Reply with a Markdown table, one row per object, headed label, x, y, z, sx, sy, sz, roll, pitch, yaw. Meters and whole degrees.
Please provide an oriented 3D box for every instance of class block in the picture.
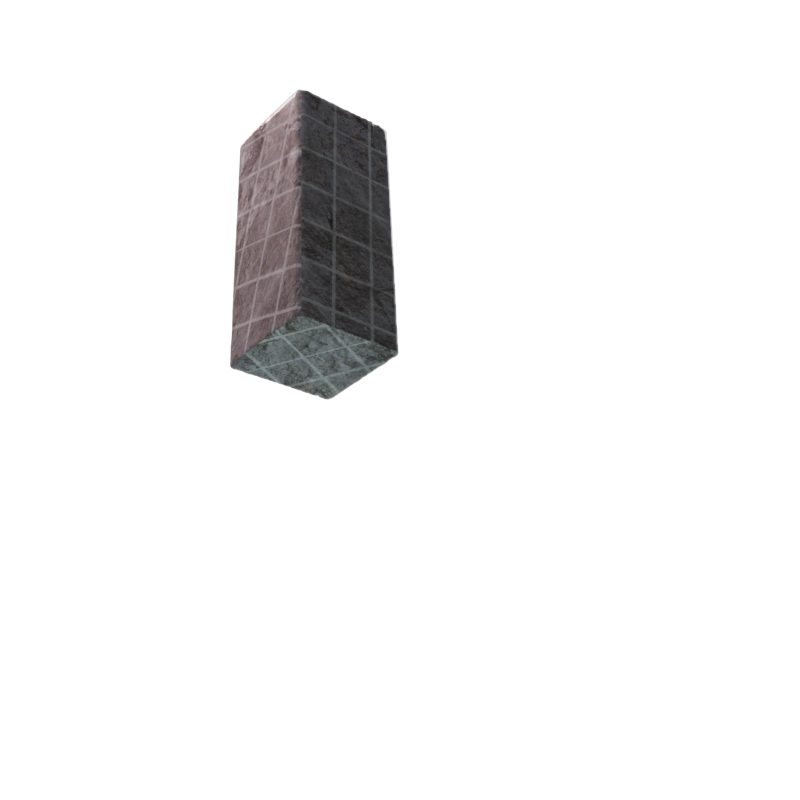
| label | x | y | z | sx | sy | sz | roll | pitch | yaw |
| --- | --- | --- | --- | --- | --- | --- | --- | --- | --- |
| block | -0.066 | -0.121 | 0.844 | 0.086 | 0.220 | 0.089 | 21 | -39 | -32 |
